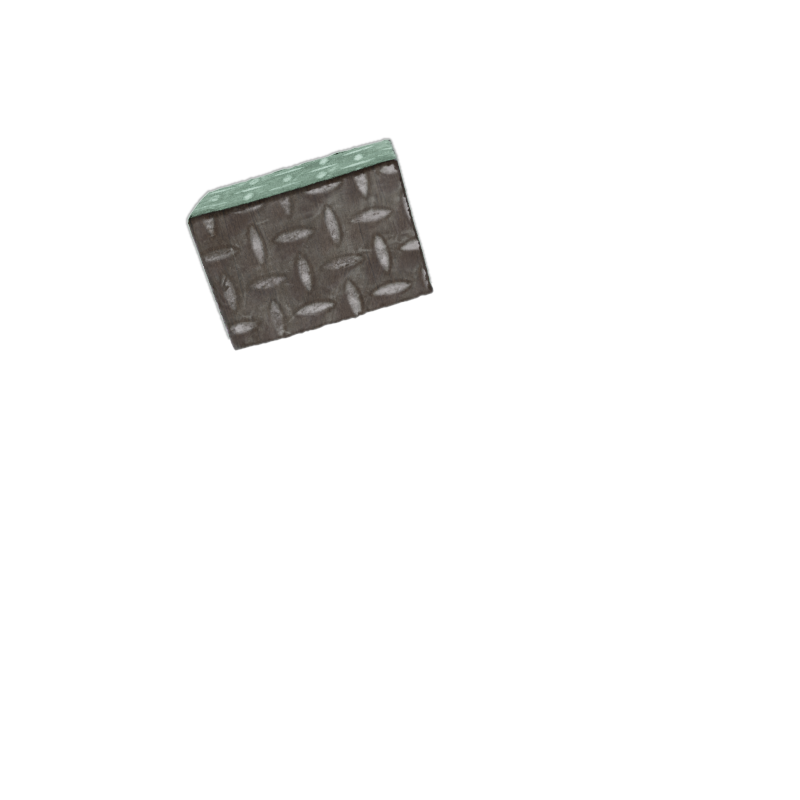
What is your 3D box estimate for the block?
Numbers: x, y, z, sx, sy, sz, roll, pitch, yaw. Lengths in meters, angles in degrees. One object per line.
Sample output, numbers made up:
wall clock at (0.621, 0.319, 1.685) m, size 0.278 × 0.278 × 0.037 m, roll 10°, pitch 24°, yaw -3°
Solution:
block at (-0.032, -0.059, 0.414) m, size 0.078 × 0.051 × 0.053 m, roll -15°, pitch 17°, yaw 3°
